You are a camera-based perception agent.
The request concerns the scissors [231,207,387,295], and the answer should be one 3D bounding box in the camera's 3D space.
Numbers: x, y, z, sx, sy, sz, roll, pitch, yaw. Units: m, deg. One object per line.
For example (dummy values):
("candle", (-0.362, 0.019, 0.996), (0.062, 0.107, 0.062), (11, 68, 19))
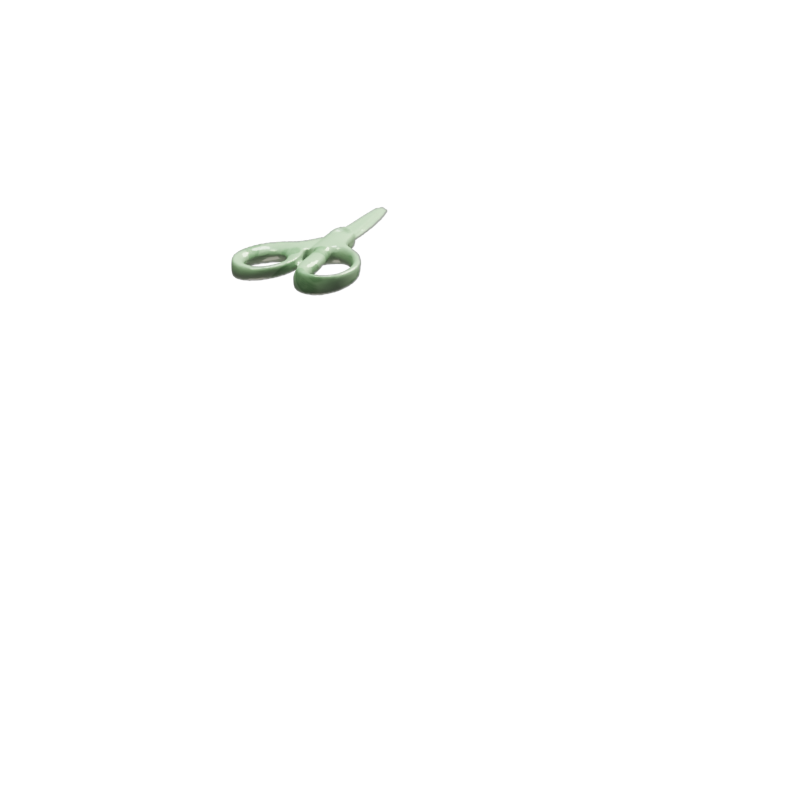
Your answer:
("scissors", (-0.062, -0.114, 0.798), (0.097, 0.015, 0.209), (1, 23, 3))
